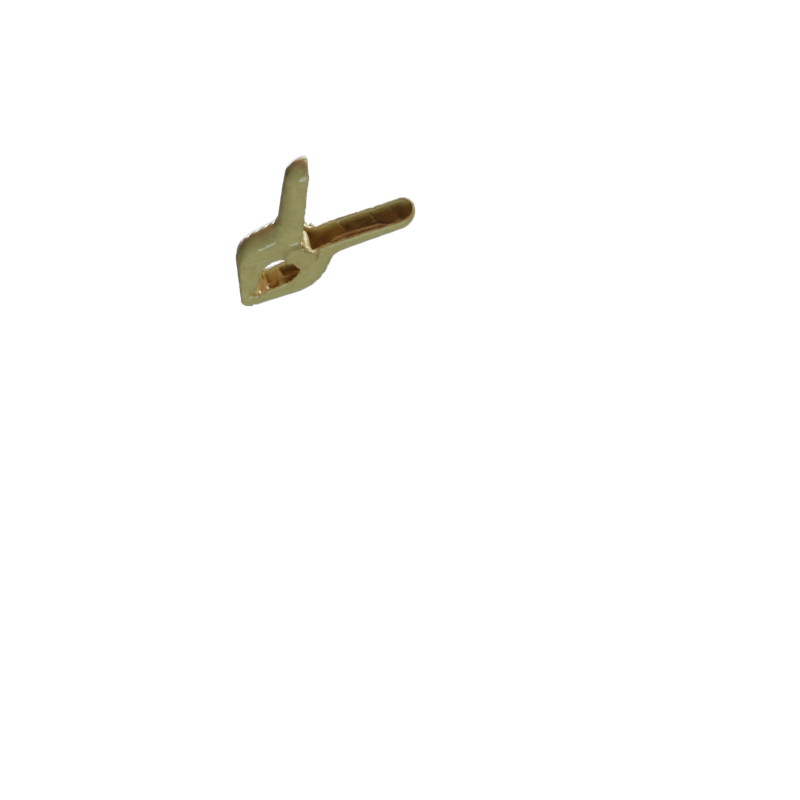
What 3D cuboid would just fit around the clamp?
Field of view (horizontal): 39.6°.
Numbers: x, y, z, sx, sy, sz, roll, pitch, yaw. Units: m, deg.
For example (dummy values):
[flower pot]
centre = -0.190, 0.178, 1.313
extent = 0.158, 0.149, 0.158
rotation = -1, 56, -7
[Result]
[clamp]
centre = -0.071, -0.130, 0.910
extent = 0.115, 0.042, 0.167
rotation = 18, -37, -25
